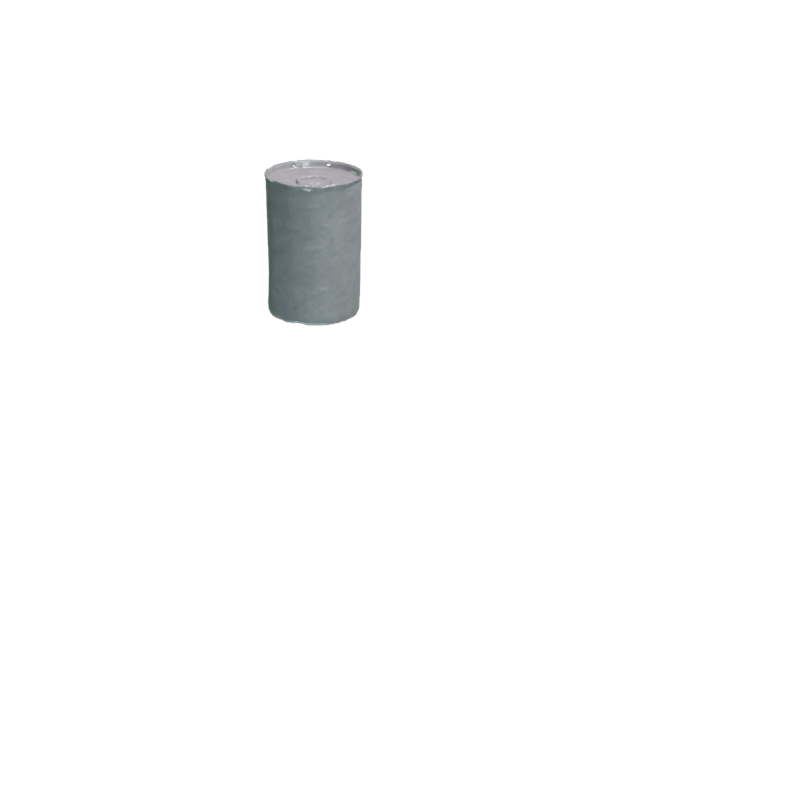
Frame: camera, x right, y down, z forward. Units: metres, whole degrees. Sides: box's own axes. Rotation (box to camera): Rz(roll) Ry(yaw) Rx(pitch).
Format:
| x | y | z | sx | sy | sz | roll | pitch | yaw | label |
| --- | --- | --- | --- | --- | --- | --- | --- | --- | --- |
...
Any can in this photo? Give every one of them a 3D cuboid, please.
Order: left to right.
| x | y | z | sx | sy | sz | roll | pitch | yaw | label |
| --- | --- | --- | --- | --- | --- | --- | --- | --- | --- |
| -0.061 | -0.111 | 0.780 | 0.068 | 0.098 | 0.072 | 0 | 22 | -2 | can |
